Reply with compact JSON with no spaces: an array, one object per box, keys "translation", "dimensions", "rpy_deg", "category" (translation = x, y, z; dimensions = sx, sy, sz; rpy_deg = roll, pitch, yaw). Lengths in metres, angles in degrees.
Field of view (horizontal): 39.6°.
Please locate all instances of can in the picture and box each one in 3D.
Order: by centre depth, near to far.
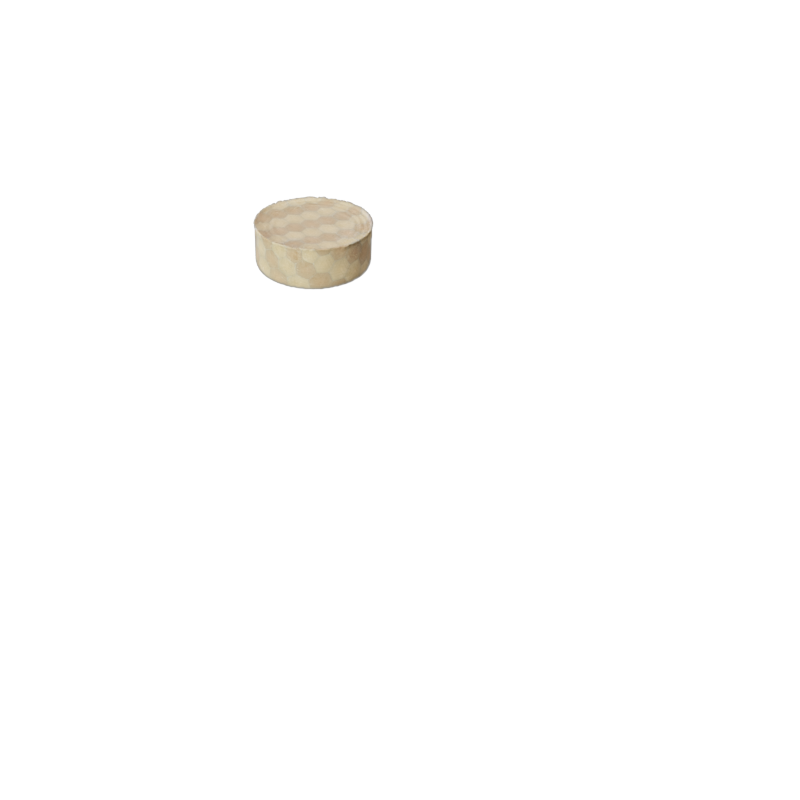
[{"translation":[-0.063,-0.114,0.802],"dimensions":[0.086,0.032,0.091],"rpy_deg":[-1,33,-2],"category":"can"}]
